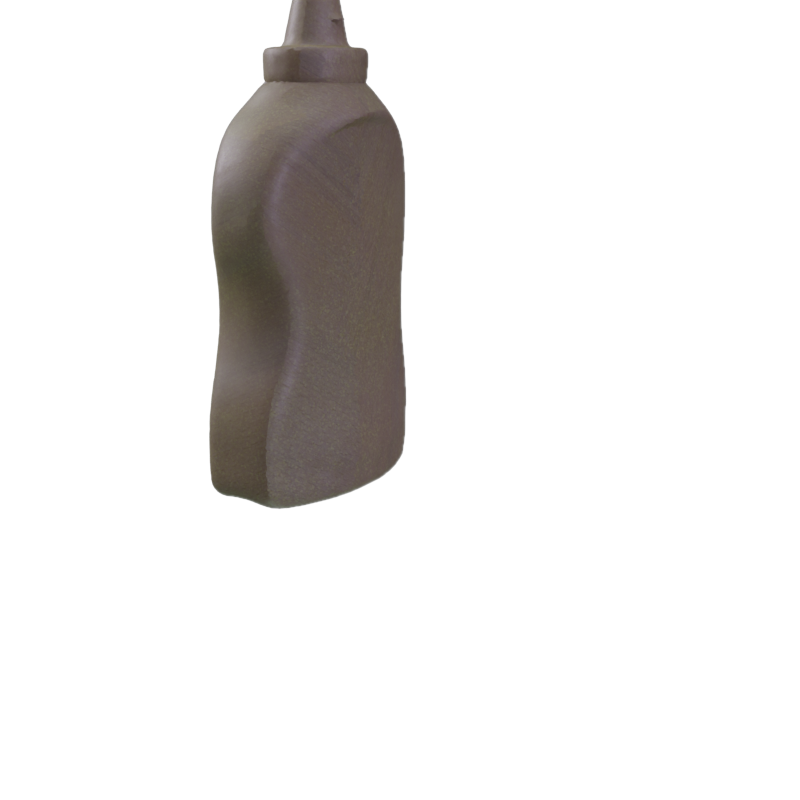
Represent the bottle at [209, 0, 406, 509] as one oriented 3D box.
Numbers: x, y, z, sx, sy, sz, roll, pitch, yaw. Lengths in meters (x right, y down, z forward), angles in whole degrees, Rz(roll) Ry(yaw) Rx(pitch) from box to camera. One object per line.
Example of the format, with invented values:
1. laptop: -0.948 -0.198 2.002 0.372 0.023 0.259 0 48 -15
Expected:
1. bottle: -0.034 -0.063 0.439 0.061 0.188 0.094 6 10 35
